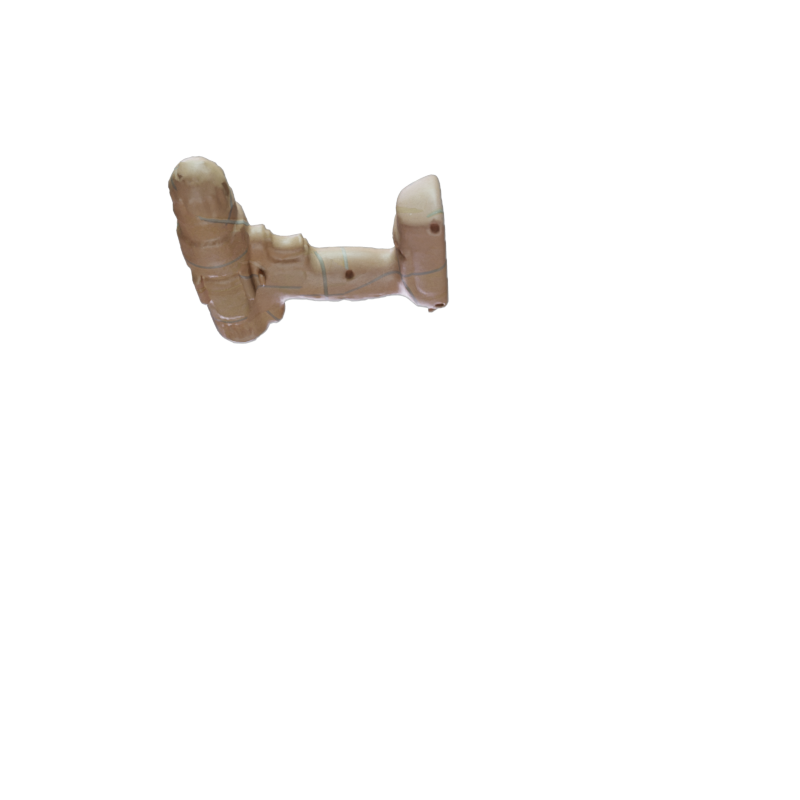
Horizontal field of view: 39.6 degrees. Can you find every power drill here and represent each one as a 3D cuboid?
[{"bbox_3d":[-0.062,-0.113,0.791,0.189,0.061,0.171,-4,-33,5],"label":"power drill"}]
